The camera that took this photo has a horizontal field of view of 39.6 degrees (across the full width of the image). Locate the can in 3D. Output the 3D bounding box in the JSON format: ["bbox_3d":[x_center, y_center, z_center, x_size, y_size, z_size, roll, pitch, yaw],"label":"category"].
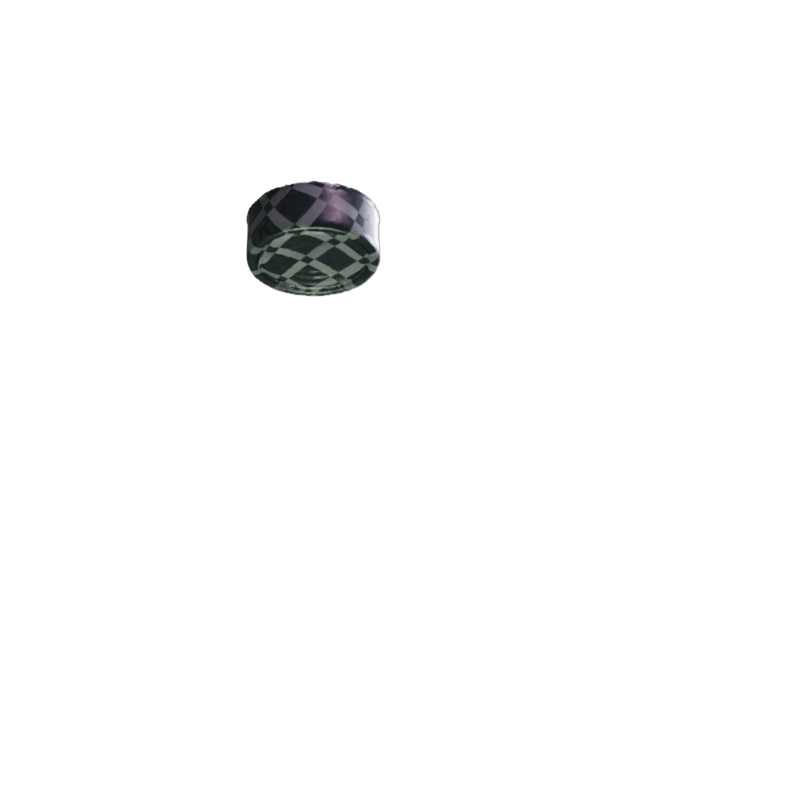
[{"bbox_3d":[-0.055,-0.100,0.702,0.086,0.036,0.081,1,-28,-2],"label":"can"}]
